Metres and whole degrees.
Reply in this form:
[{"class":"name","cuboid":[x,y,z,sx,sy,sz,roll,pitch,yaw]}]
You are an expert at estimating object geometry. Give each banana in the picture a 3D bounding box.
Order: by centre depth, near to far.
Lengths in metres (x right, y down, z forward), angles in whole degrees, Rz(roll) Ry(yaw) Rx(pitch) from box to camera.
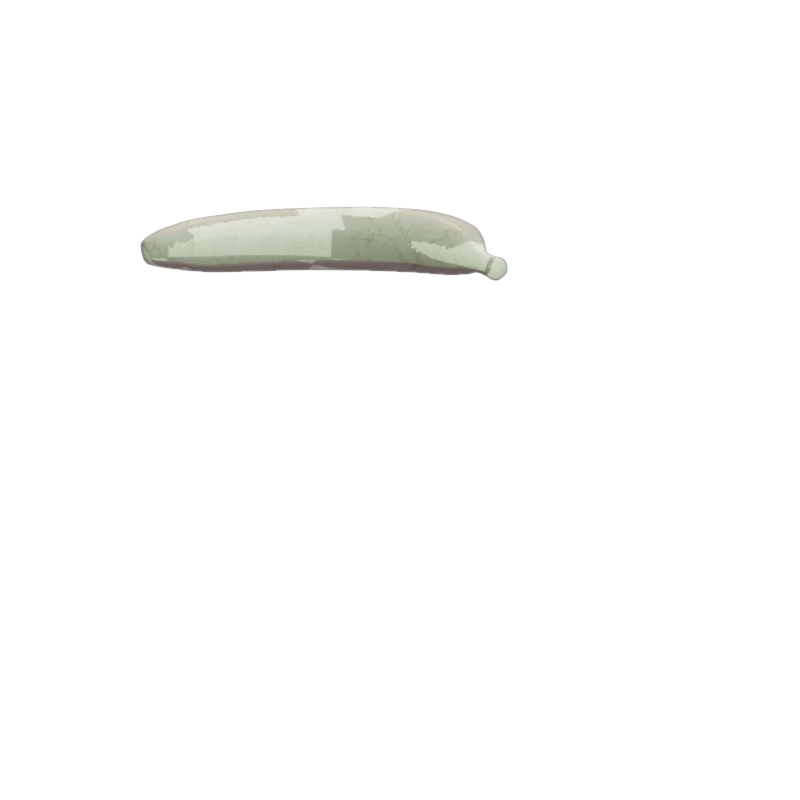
[{"class":"banana","cuboid":[-0.040,-0.088,0.609,0.201,0.036,0.069,2,9,12]}]
